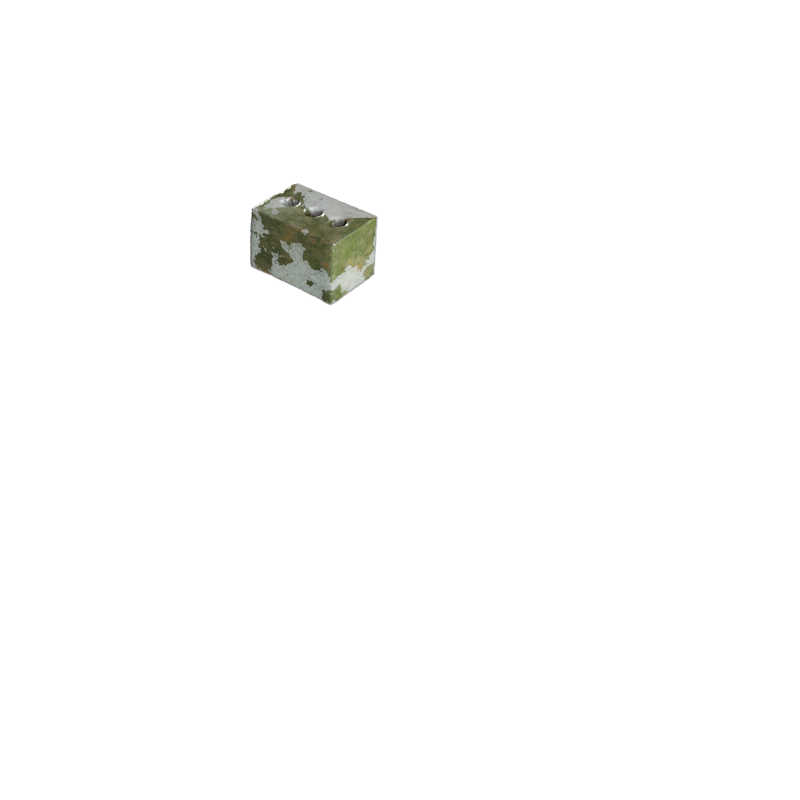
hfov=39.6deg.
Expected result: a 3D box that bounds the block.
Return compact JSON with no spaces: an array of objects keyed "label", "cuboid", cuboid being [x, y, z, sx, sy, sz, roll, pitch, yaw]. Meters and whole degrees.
[{"label":"block","cuboid":[-0.062,-0.113,0.791,0.083,0.048,0.053,26,43,29]}]
